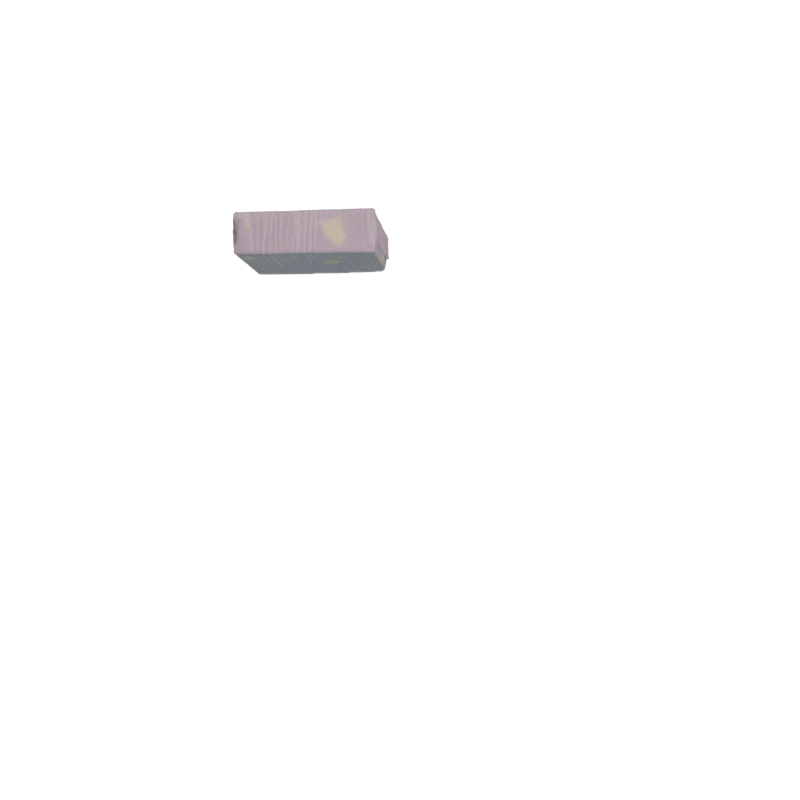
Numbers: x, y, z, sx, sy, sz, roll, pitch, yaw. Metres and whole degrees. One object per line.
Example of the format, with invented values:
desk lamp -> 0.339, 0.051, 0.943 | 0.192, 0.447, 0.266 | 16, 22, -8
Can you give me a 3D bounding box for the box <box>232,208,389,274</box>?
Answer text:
box -> -0.055, -0.101, 0.704 | 0.090, 0.031, 0.071 | -1, -5, 8
